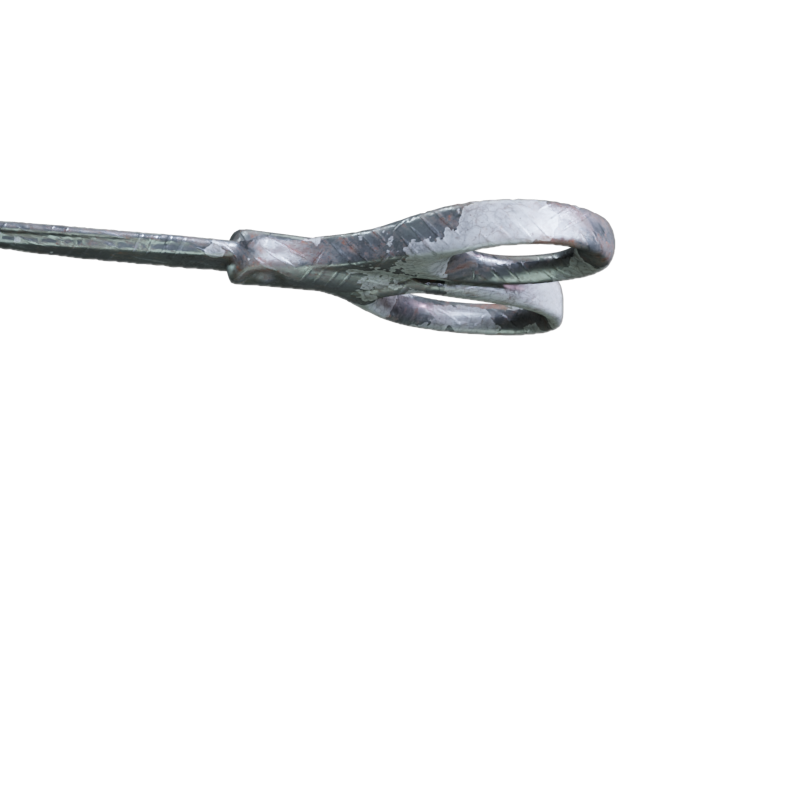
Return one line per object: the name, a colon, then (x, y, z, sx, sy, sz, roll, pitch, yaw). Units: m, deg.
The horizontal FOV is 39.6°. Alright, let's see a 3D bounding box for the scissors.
scissors: (-0.025, -0.046, 0.322, 0.193, 0.016, 0.096, 9, -18, -28)
